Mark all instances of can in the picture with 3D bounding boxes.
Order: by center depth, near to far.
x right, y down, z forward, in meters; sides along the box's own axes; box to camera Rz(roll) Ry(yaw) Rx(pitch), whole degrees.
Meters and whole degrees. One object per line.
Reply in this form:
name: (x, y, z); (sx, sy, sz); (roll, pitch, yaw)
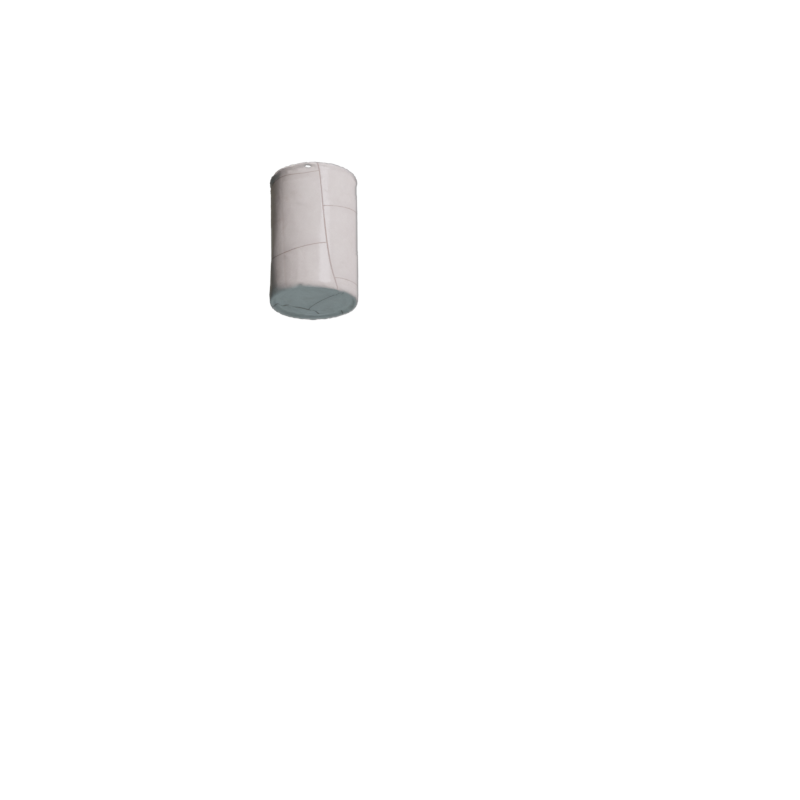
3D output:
can: (-0.066, -0.120, 0.838); (0.068, 0.108, 0.065); (0, -23, -2)
